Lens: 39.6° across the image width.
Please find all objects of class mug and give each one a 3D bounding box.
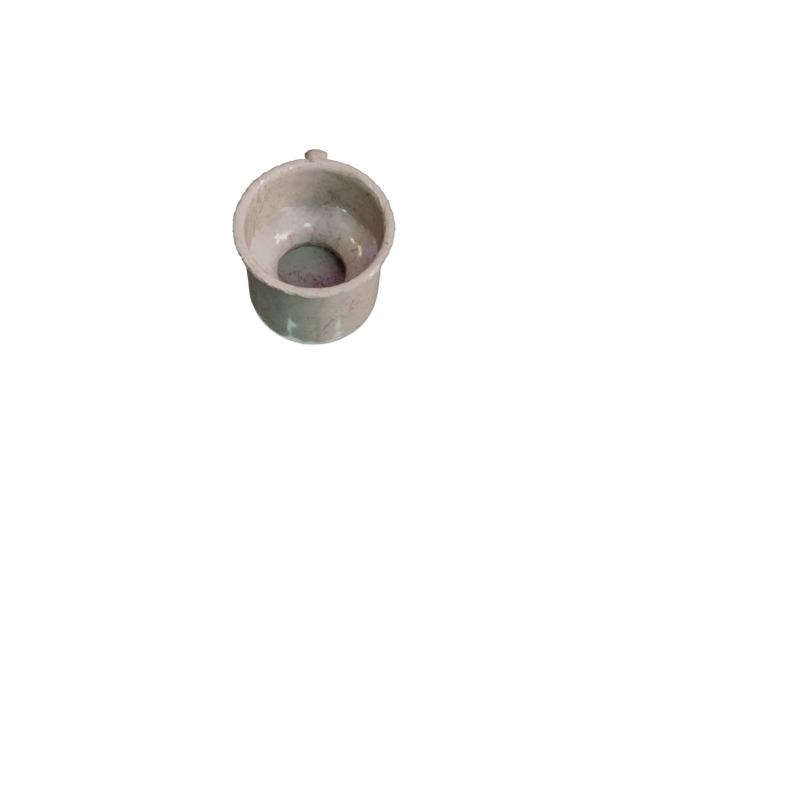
[{"bbox_3d":[-0.053,-0.096,0.673,0.093,0.125,0.077,-2,-27,-3],"label":"mug"}]
